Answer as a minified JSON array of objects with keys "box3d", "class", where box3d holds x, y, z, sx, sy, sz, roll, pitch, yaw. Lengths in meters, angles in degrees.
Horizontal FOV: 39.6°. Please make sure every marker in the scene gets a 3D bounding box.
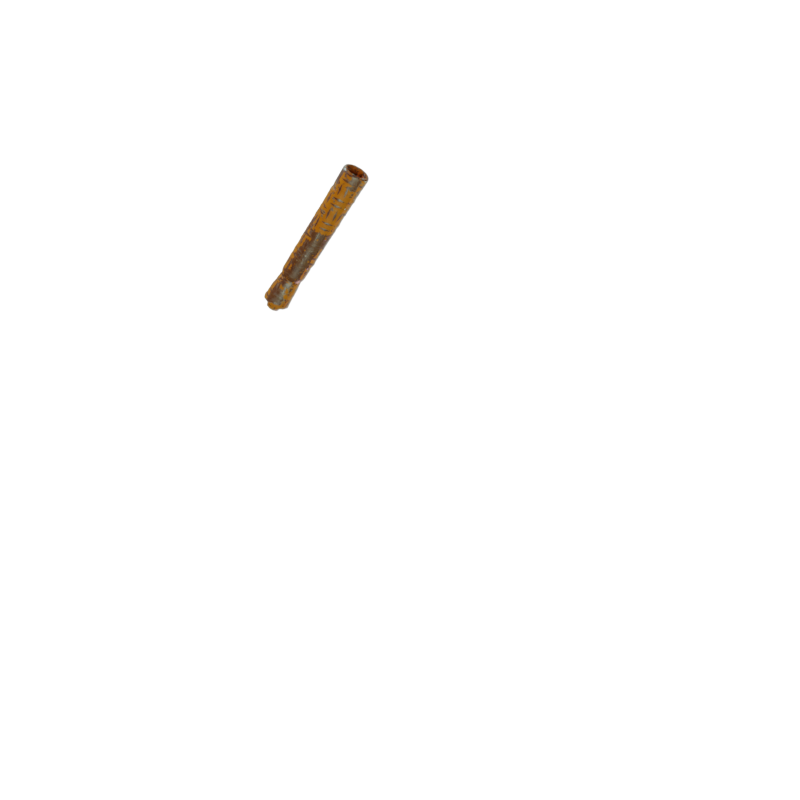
[{"box3d":[-0.059,-0.108,0.757,0.019,0.117,0.021,26,29,-19],"class":"marker"}]
